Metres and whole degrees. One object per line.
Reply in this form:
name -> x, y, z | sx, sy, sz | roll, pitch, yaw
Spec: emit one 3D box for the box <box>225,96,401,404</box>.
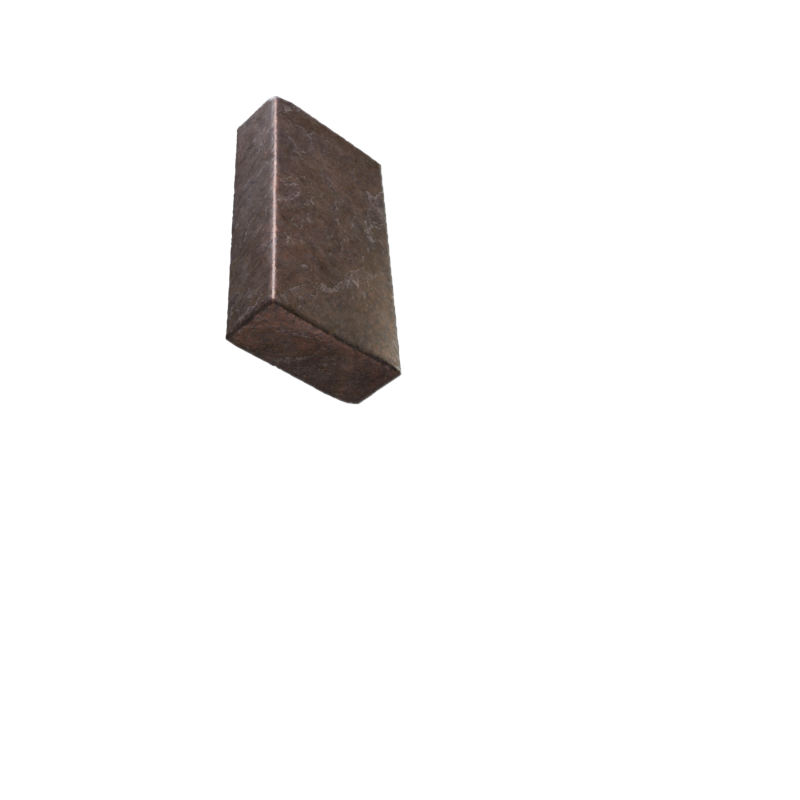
box -> -0.050, -0.091, 0.639 | 0.088, 0.189, 0.047 | 29, -50, -32
